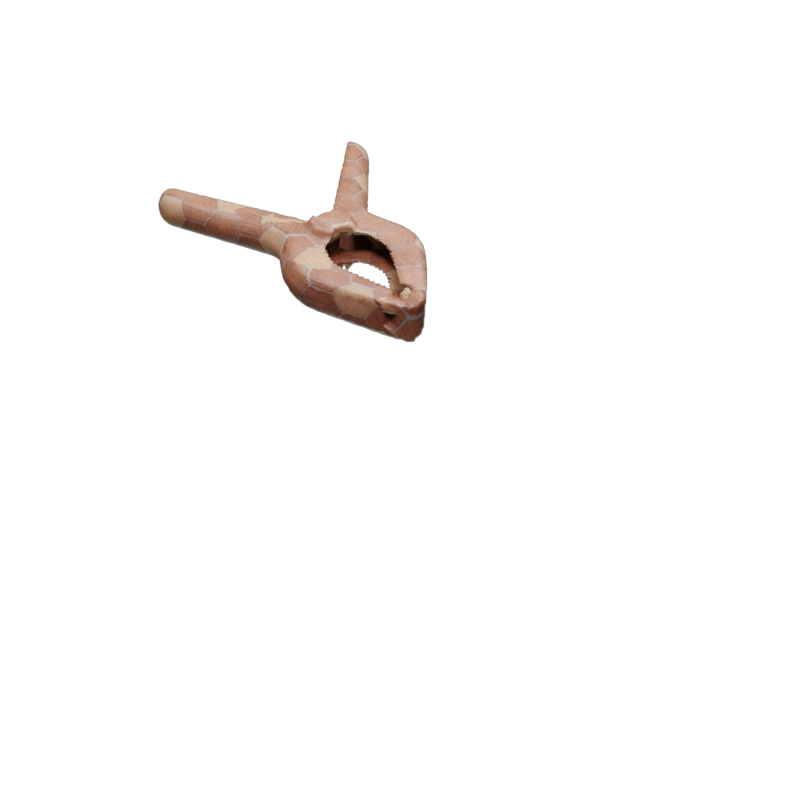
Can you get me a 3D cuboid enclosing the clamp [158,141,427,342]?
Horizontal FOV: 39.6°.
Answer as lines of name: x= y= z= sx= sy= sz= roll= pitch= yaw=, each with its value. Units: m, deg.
clamp: x=-0.057 y=-0.104 z=0.730 sx=0.162 sy=0.034 sz=0.227 roll=-16 pitch=42 yaw=-19
